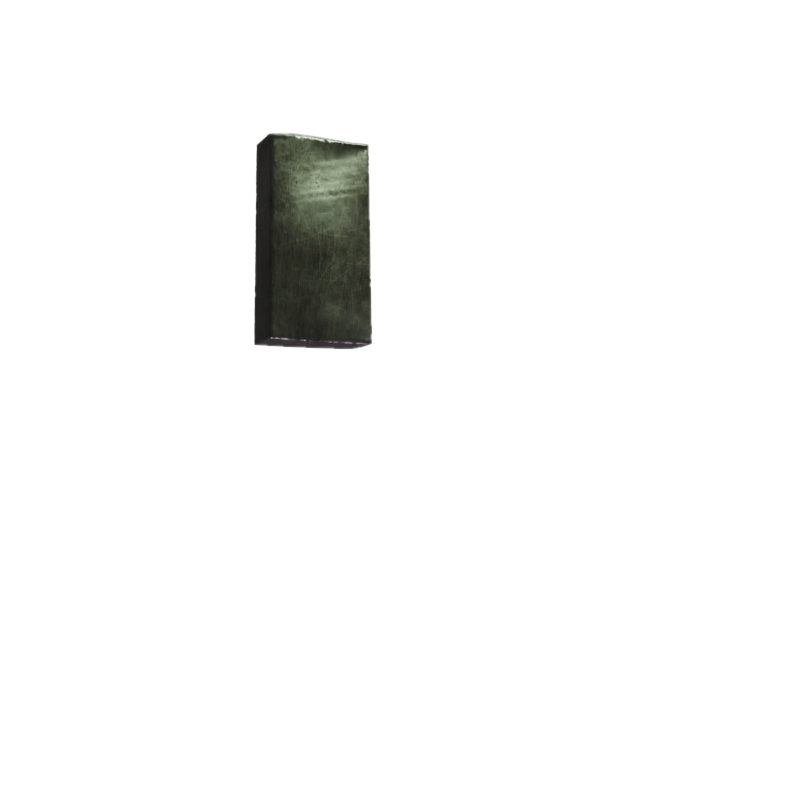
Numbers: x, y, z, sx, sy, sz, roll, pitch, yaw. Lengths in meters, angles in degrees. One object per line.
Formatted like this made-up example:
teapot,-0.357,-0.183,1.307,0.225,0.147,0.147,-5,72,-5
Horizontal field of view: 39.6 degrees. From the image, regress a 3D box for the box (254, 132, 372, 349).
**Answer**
box,-0.073,-0.133,0.930,0.090,0.182,0.048,4,-13,-23
